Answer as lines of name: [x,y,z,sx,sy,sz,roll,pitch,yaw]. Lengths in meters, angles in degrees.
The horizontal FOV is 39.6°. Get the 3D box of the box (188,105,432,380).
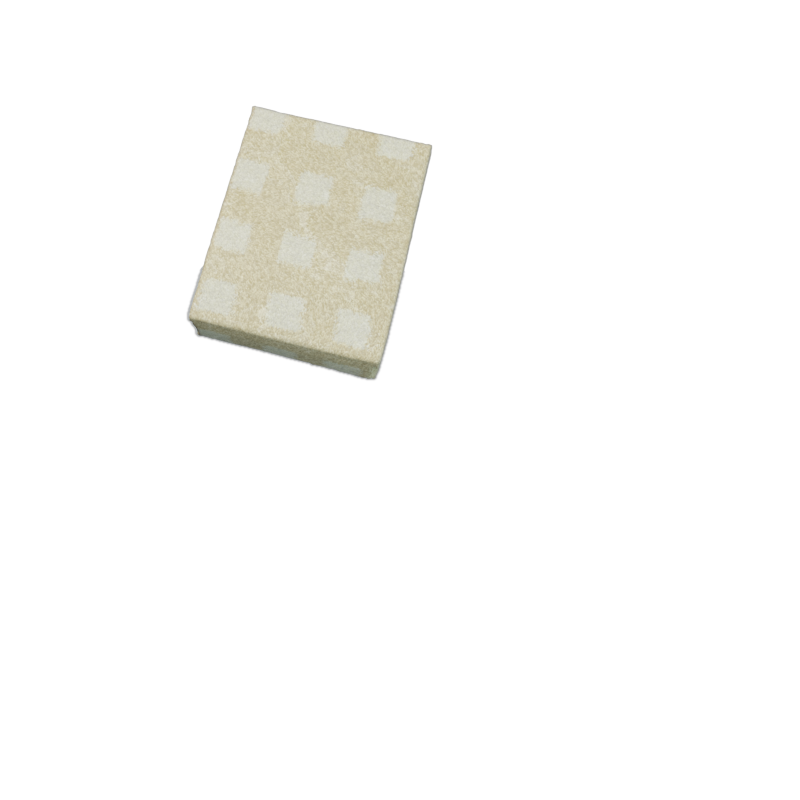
box: [-0.041,-0.075,0.525,0.091,0.118,0.037,13,-20,4]
